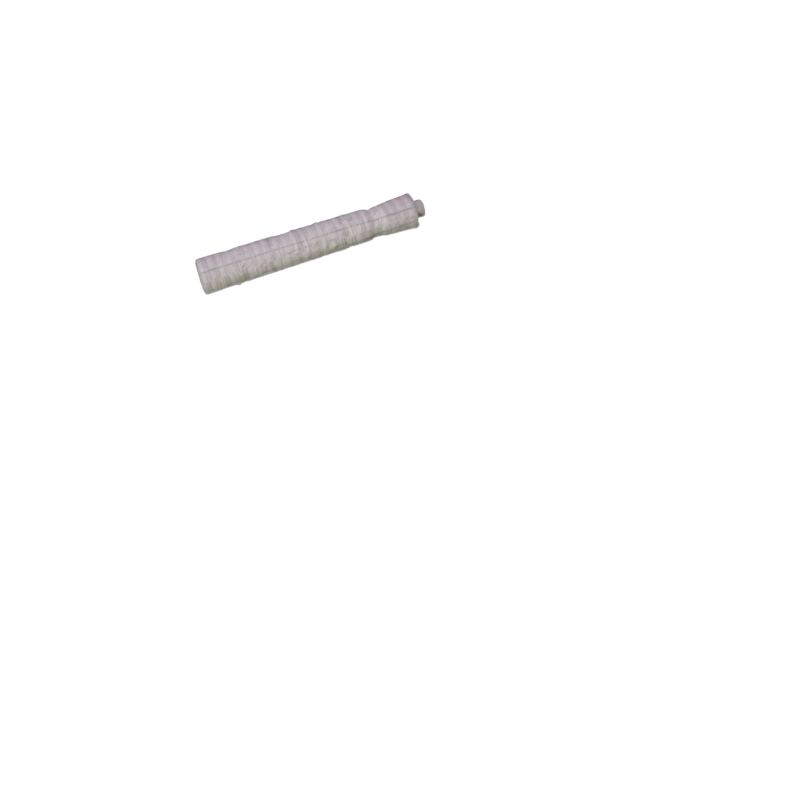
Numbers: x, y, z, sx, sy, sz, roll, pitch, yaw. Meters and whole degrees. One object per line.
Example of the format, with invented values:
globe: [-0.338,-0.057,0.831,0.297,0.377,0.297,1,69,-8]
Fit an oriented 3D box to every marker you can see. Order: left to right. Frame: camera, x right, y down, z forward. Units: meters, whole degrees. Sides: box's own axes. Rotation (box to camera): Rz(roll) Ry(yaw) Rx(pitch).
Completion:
marker: [-0.044,-0.081,0.566,0.120,0.019,0.020,-19,8,-10]
